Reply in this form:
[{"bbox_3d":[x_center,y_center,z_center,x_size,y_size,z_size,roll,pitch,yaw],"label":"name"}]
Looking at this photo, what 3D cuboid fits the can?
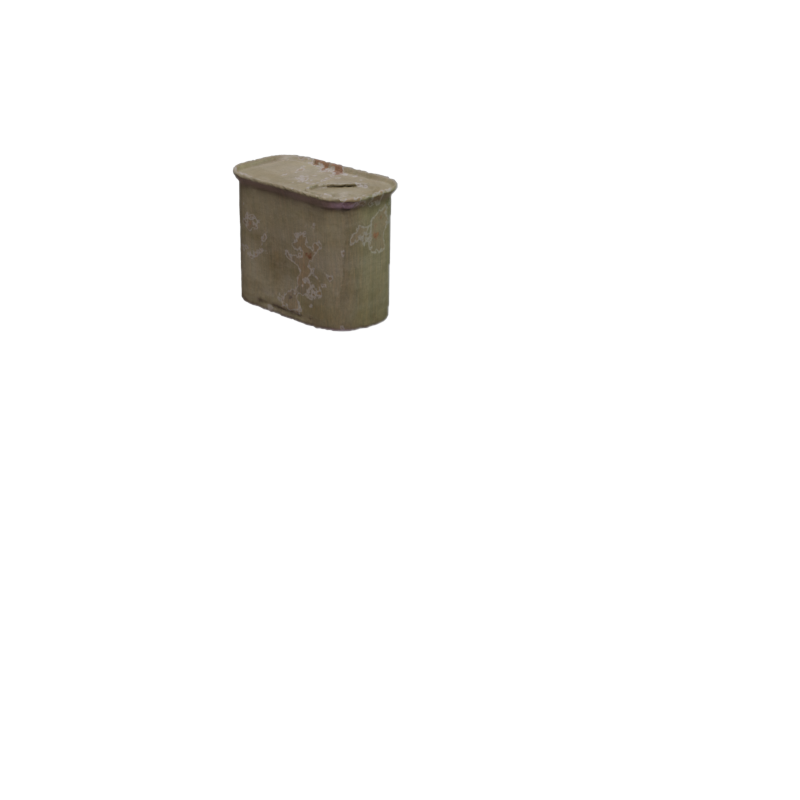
[{"bbox_3d":[-0.052,-0.095,0.664,0.108,0.080,0.057,21,29,38],"label":"can"}]
